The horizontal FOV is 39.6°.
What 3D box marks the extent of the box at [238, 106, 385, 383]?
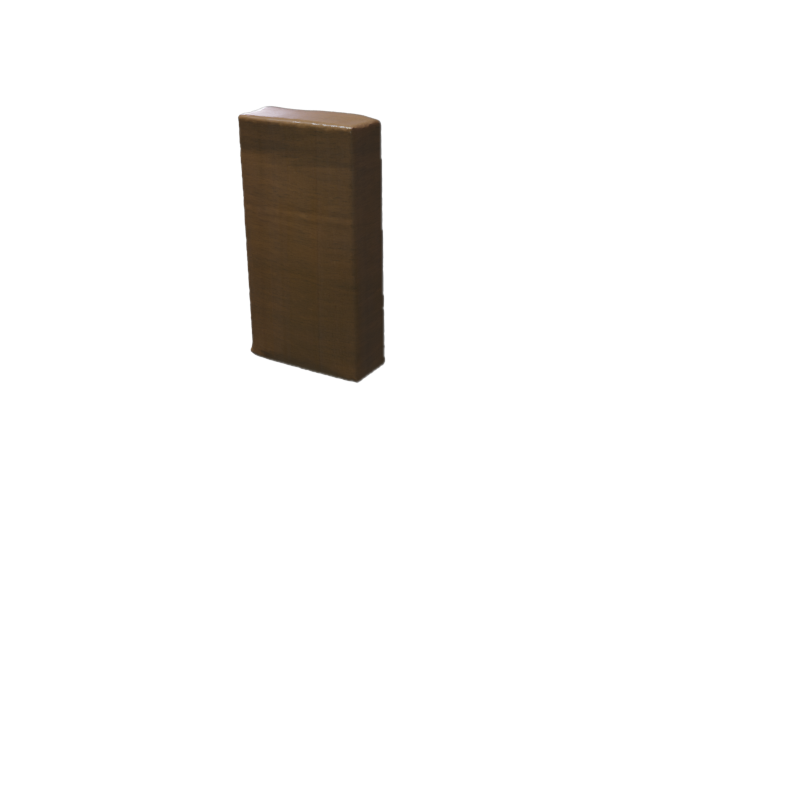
[{"bbox_3d":[-0.059,-0.108,0.755,0.098,0.169,0.048,13,21,30],"label":"box"}]
